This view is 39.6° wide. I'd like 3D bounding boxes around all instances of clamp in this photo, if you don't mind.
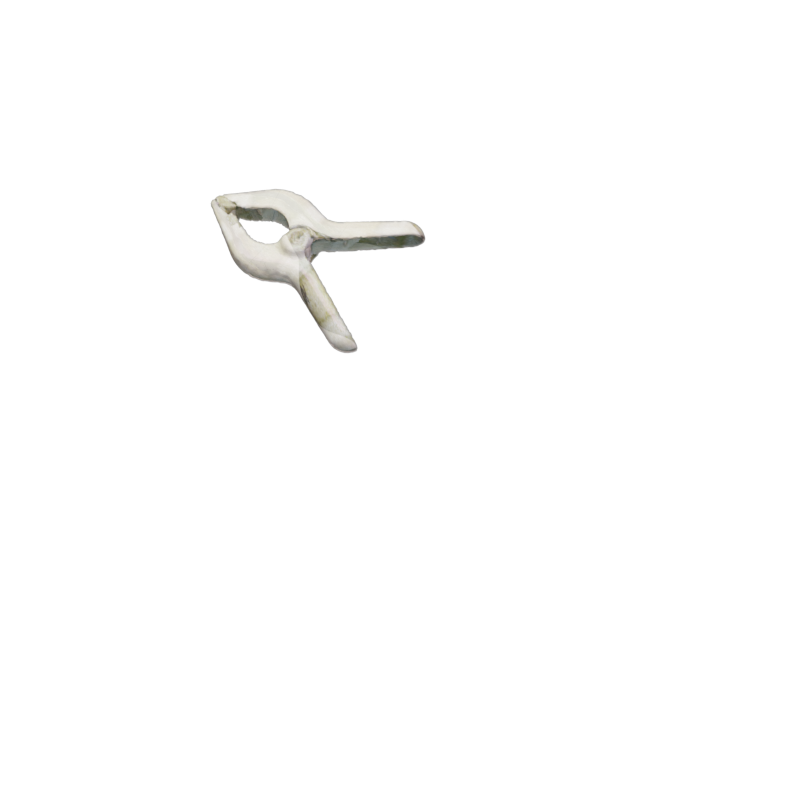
[{"bbox_3d":[-0.069,-0.126,0.885,0.179,0.122,0.037,36,-23,18],"label":"clamp"}]
